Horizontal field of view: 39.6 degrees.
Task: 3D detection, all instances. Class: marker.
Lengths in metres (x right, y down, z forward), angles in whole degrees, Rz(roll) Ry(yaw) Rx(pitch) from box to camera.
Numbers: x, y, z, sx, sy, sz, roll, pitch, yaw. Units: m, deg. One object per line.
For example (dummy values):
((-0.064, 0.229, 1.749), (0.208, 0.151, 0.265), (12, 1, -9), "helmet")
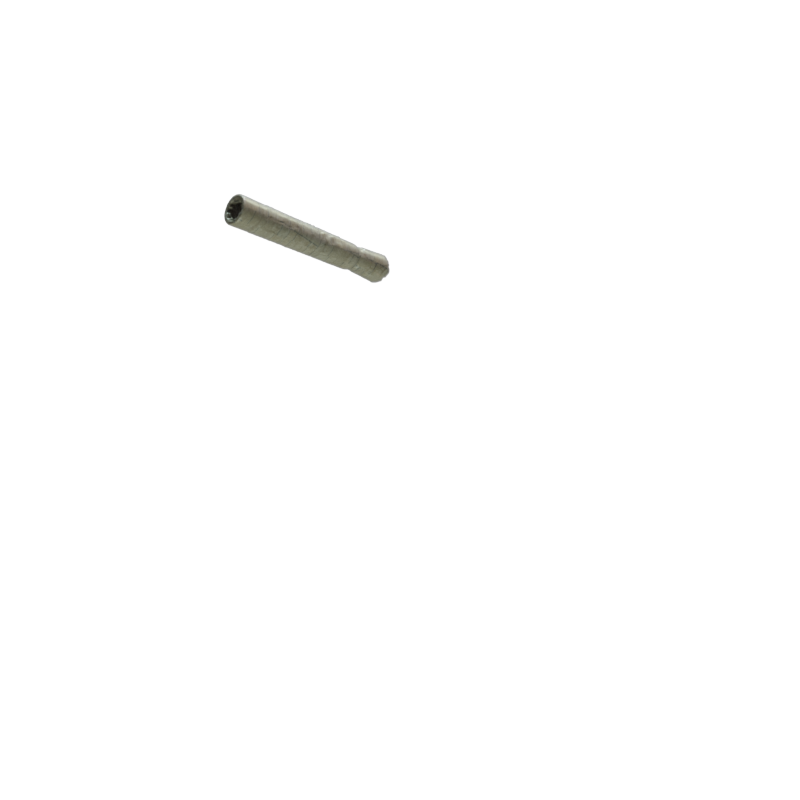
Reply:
((-0.052, -0.095, 0.663), (0.114, 0.020, 0.021), (18, -8, -39), "marker")
